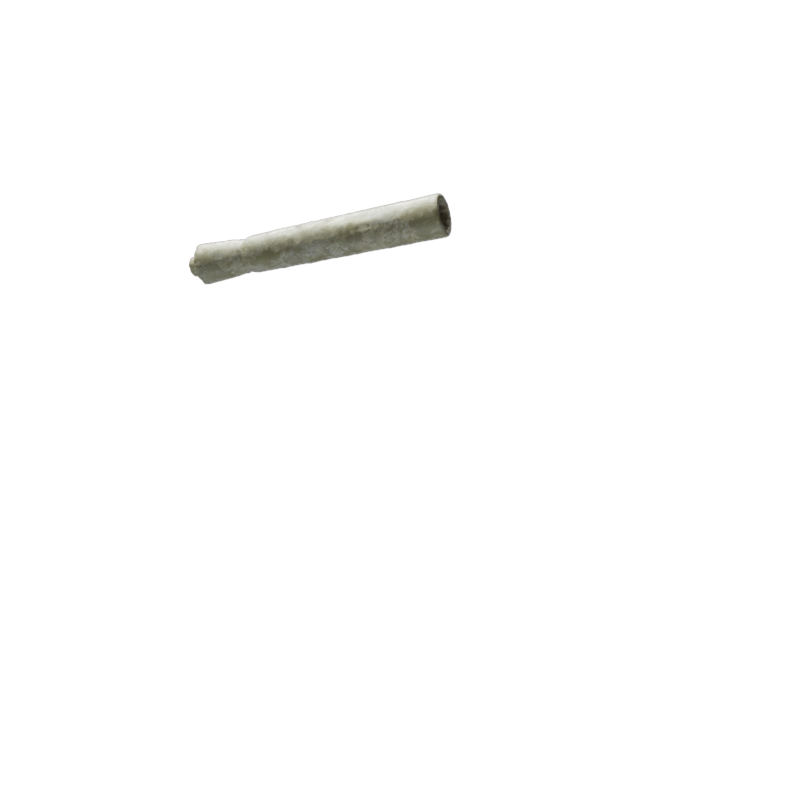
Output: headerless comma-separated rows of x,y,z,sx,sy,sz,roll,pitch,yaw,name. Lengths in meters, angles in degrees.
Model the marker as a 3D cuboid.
-0.038,-0.069,0.483,0.123,0.020,0.019,-8,1,22,marker
